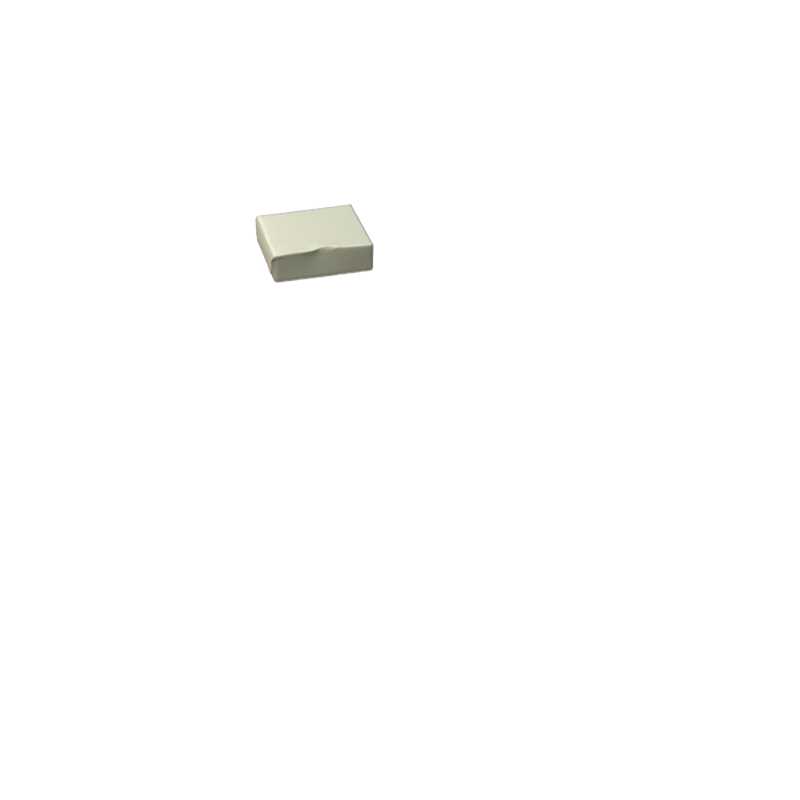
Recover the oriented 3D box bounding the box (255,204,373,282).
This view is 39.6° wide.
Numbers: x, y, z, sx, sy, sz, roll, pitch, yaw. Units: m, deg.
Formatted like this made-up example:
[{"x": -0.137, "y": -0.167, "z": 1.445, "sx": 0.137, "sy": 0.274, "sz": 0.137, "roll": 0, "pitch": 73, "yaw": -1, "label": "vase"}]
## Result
[{"x": -0.075, "y": -0.136, "z": 0.954, "sx": 0.088, "sy": 0.028, "sz": 0.079, "roll": -9, "pitch": 36, "yaw": -12, "label": "box"}]
